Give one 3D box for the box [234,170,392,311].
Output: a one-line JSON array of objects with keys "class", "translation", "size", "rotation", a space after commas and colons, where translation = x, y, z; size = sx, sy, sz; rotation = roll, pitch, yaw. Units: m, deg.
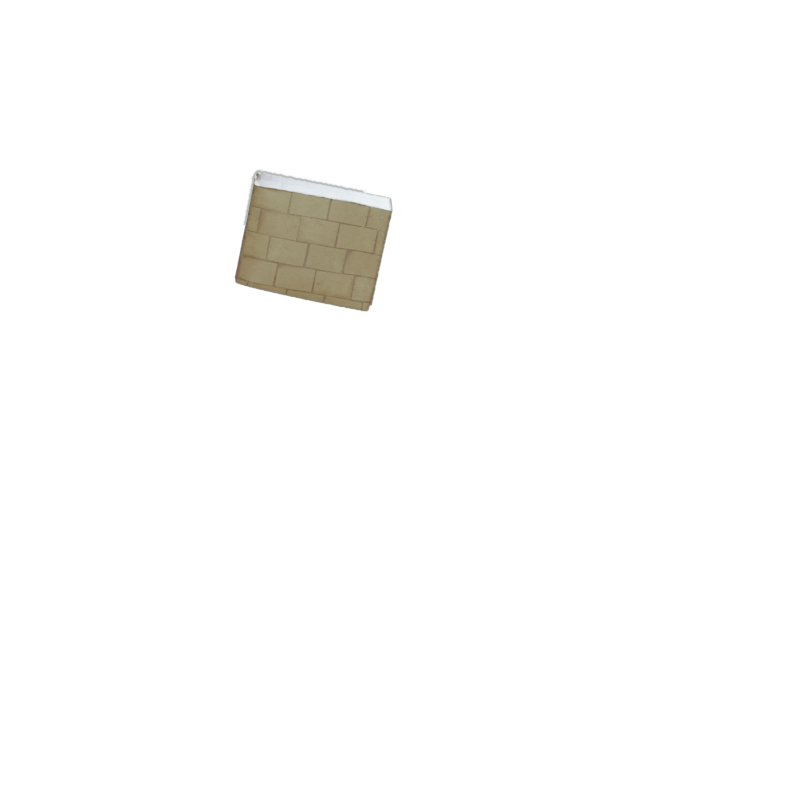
[{"class": "box", "translation": [-0.069, -0.126, 0.886], "size": [0.113, 0.086, 0.041], "rotation": [11, 21, -5]}]
